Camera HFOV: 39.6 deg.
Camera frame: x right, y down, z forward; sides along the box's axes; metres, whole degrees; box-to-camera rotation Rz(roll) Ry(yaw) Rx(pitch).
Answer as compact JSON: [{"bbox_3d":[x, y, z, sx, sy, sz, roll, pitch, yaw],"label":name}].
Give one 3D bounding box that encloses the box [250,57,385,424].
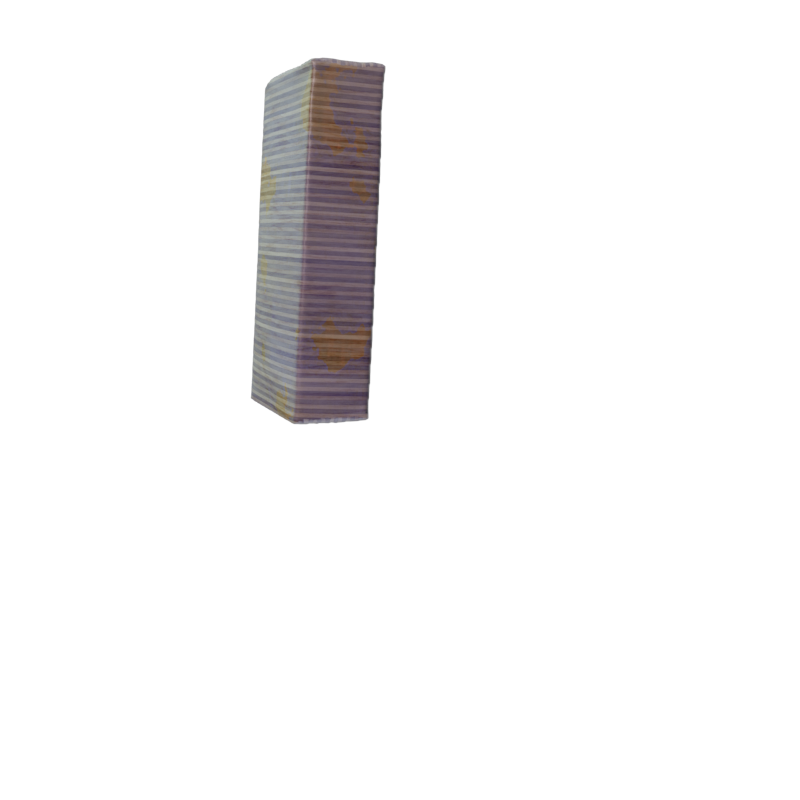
[{"bbox_3d":[-0.045,-0.082,0.573,0.047,0.176,0.096,0,1,-20],"label":"box"}]
